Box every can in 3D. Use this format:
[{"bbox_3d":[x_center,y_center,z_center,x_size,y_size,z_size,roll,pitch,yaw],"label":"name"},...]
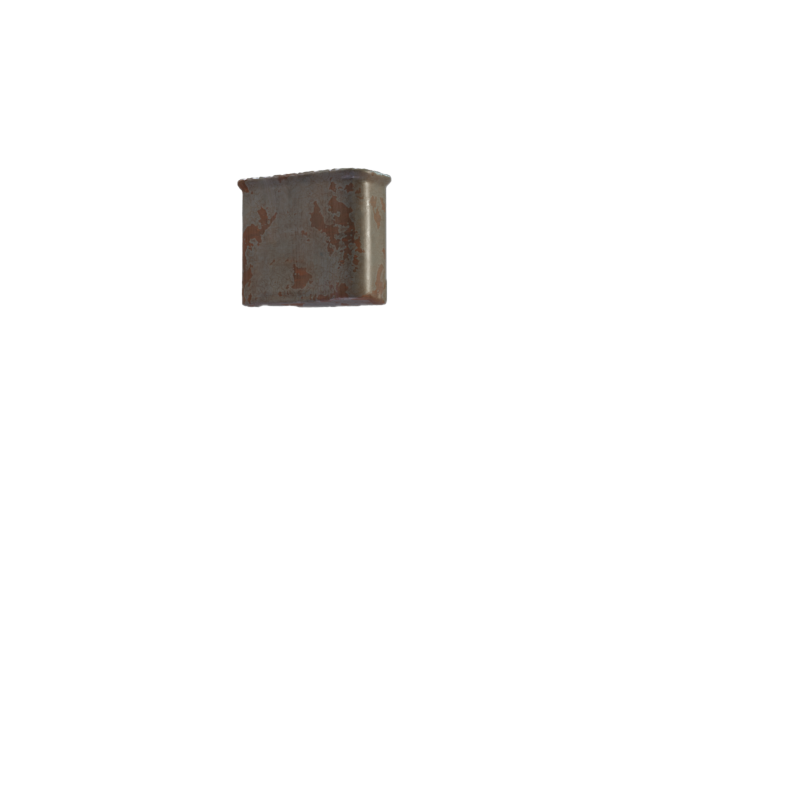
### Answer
[{"bbox_3d":[-0.057,-0.104,0.728,0.105,0.085,0.055,-1,-4,31],"label":"can"}]
